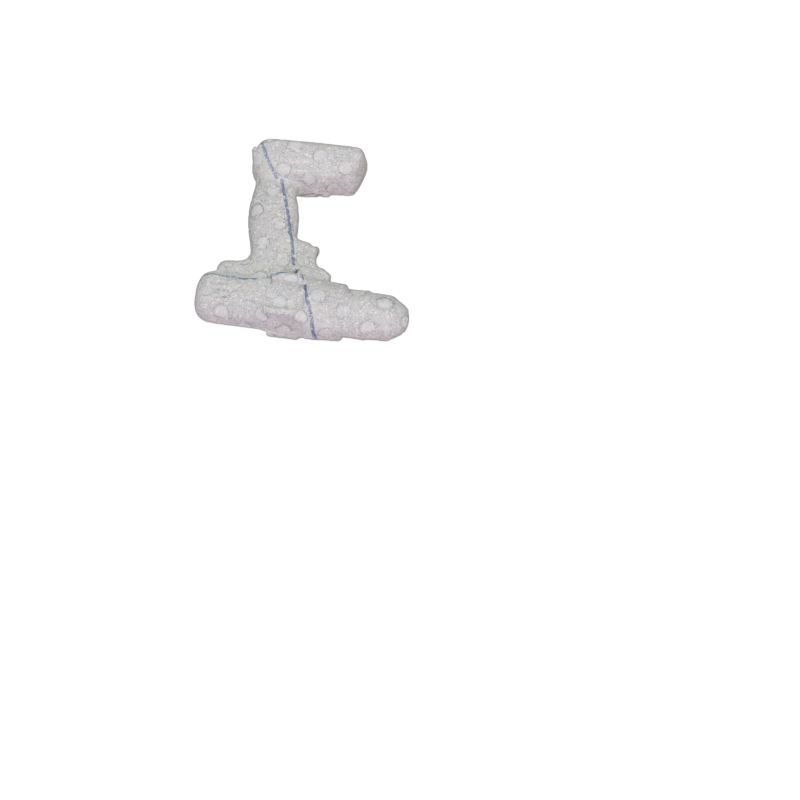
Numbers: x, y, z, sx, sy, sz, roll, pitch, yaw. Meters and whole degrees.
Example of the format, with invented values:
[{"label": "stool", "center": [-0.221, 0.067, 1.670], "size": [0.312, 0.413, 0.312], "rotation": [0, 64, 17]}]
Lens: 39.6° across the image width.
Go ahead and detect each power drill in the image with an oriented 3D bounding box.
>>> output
[{"label": "power drill", "center": [-0.077, -0.140, 0.984], "size": [0.186, 0.199, 0.054], "rotation": [6, -31, 4]}]
